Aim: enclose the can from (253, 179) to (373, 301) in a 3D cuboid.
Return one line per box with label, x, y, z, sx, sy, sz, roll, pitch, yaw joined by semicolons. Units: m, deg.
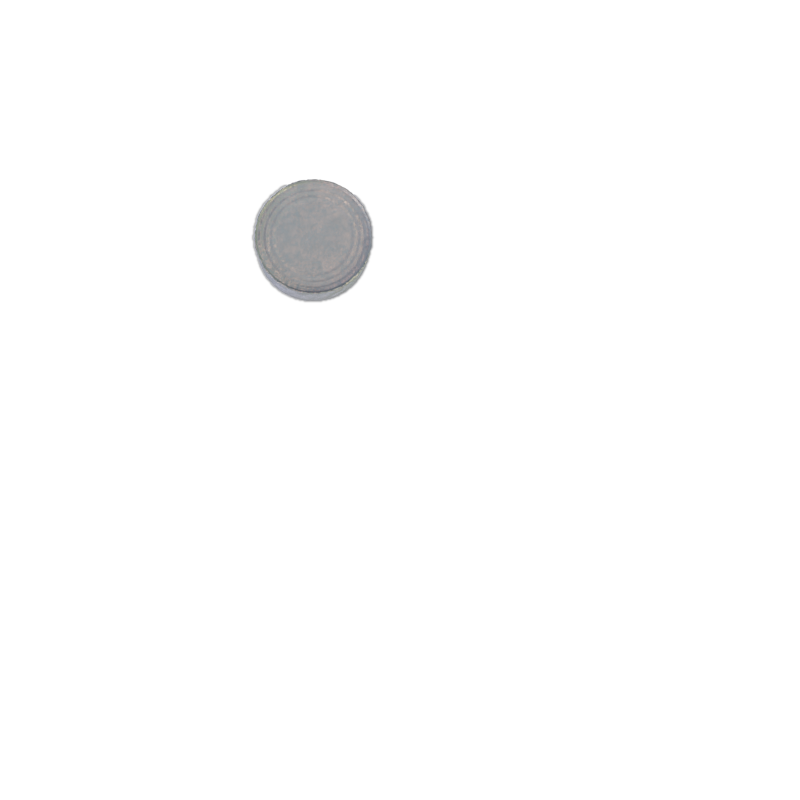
can;-0.064;-0.116;0.811;0.086;0.089;0.032;0;-14;-1
